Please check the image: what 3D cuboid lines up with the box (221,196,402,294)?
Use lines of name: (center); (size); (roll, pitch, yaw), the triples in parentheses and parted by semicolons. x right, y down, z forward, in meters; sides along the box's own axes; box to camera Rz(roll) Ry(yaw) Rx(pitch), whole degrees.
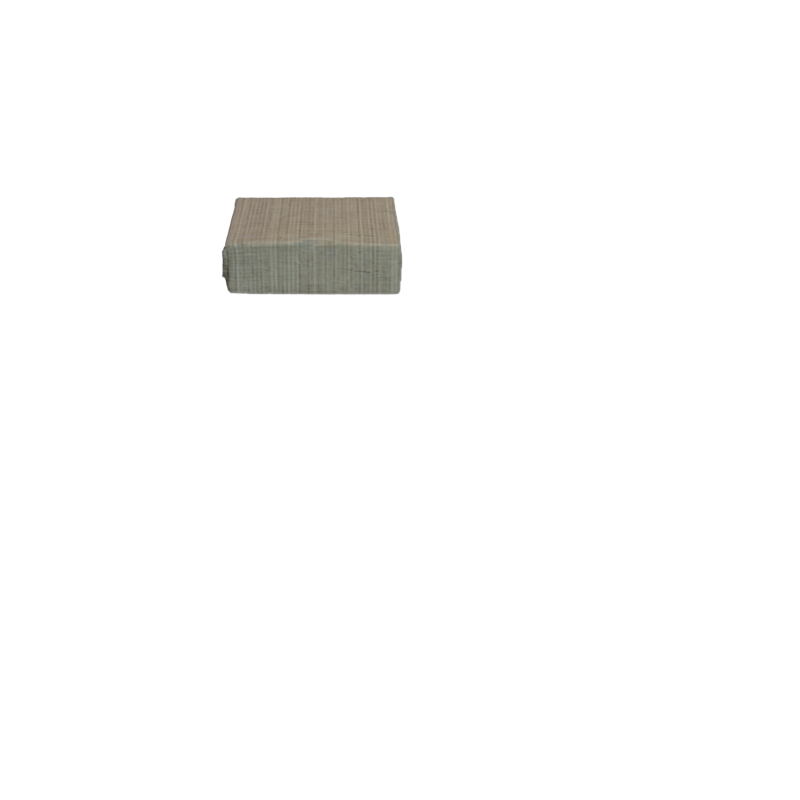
box: (-0.045, -0.083, 0.578); (0.089, 0.029, 0.077); (0, 27, -1)
